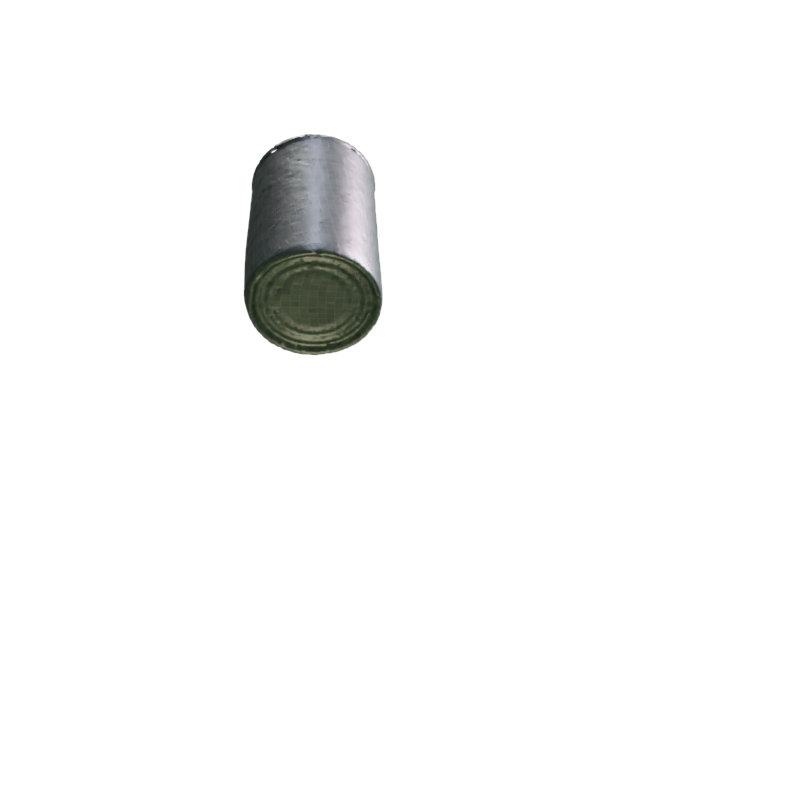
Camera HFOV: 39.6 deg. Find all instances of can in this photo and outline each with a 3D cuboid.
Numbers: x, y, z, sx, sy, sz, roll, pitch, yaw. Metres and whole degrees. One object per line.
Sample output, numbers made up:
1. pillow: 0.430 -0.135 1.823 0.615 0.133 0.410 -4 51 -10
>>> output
1. can: -0.045 -0.081 0.569 0.068 0.064 0.110 -1 41 -3
